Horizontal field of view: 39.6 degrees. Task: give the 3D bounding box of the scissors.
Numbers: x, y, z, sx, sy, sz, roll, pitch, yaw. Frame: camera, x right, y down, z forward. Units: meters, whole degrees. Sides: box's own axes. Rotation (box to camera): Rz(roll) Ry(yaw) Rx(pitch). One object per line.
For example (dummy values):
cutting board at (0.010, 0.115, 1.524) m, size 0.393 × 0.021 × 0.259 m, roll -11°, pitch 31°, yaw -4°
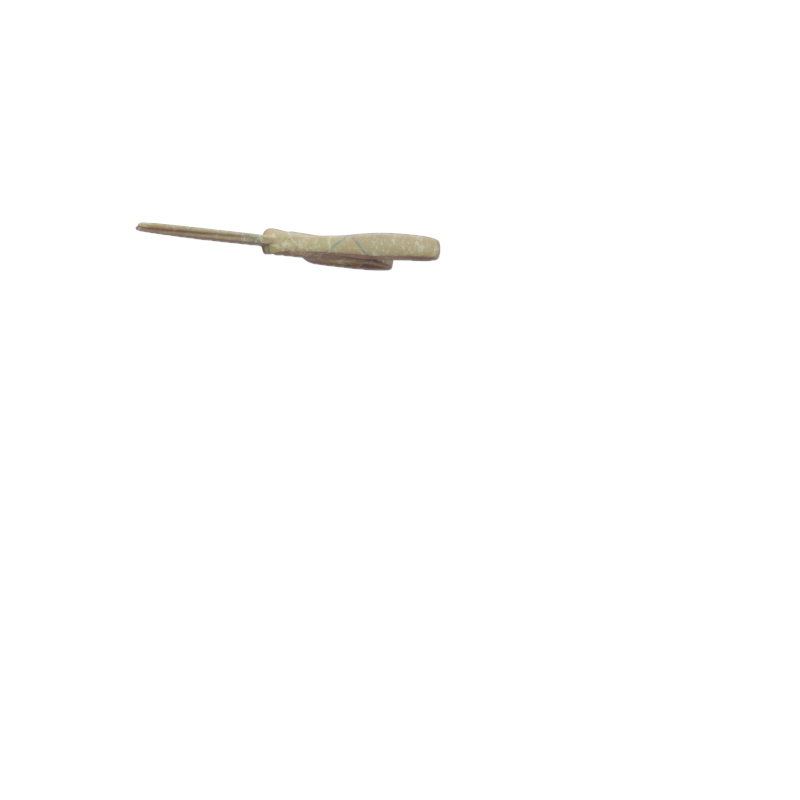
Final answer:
scissors at (-0.051, -0.093, 0.651) m, size 0.099 × 0.016 × 0.193 m, roll 0°, pitch 0°, yaw 32°
